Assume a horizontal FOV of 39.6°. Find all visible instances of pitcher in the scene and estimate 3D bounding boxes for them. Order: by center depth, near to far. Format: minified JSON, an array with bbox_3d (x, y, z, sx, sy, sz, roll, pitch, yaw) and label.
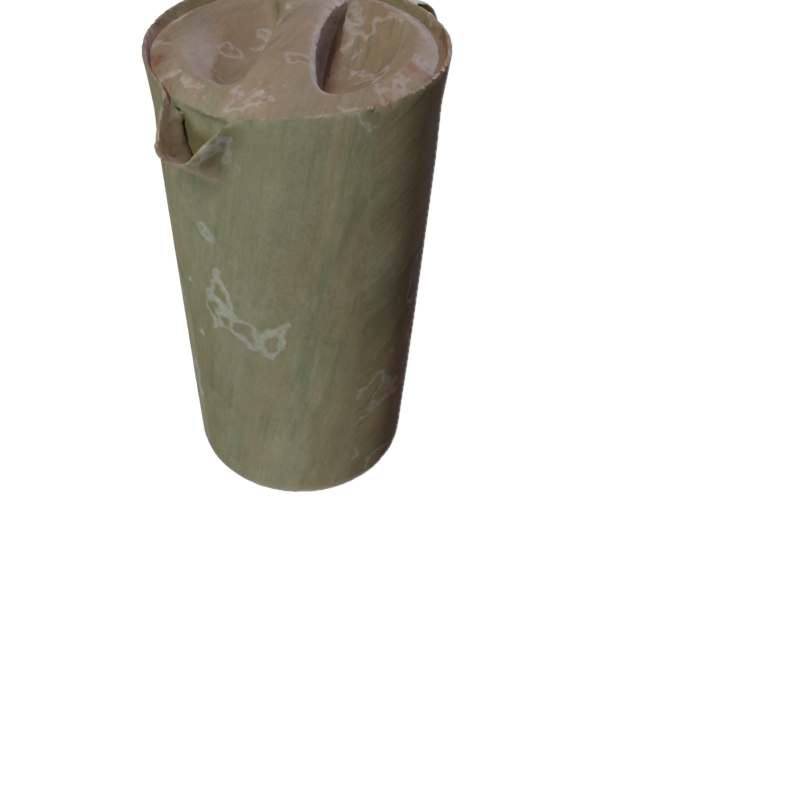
[{"bbox_3d":[-0.043,-0.079,0.551,0.148,0.227,0.157,-6,41,-10],"label":"pitcher"}]
